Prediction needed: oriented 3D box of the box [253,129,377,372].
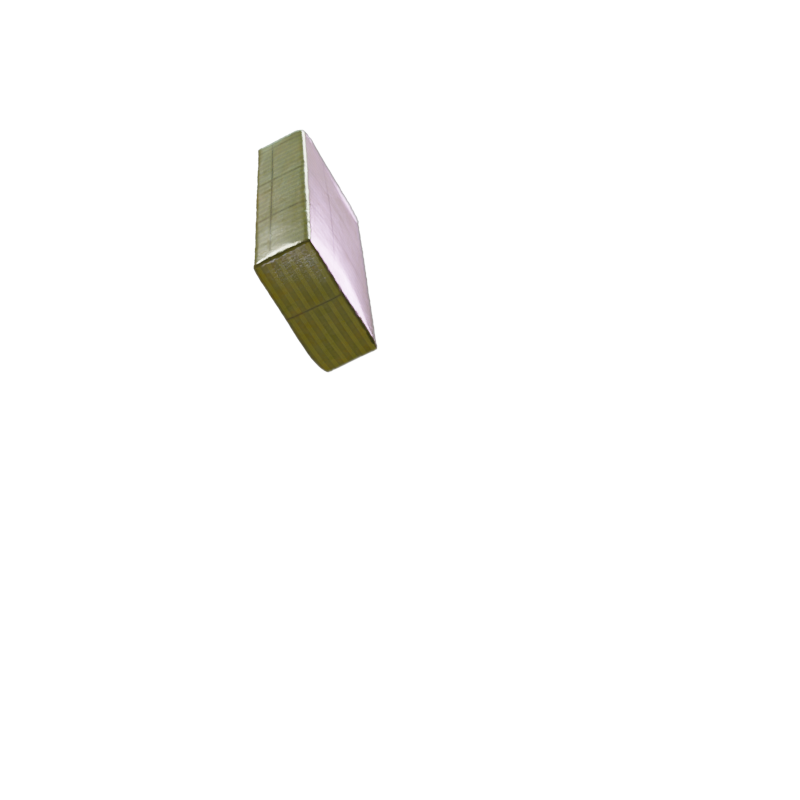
[{"bbox_3d":[-0.059,-0.108,0.752,0.048,0.087,0.188,-24,33,13],"label":"box"}]
